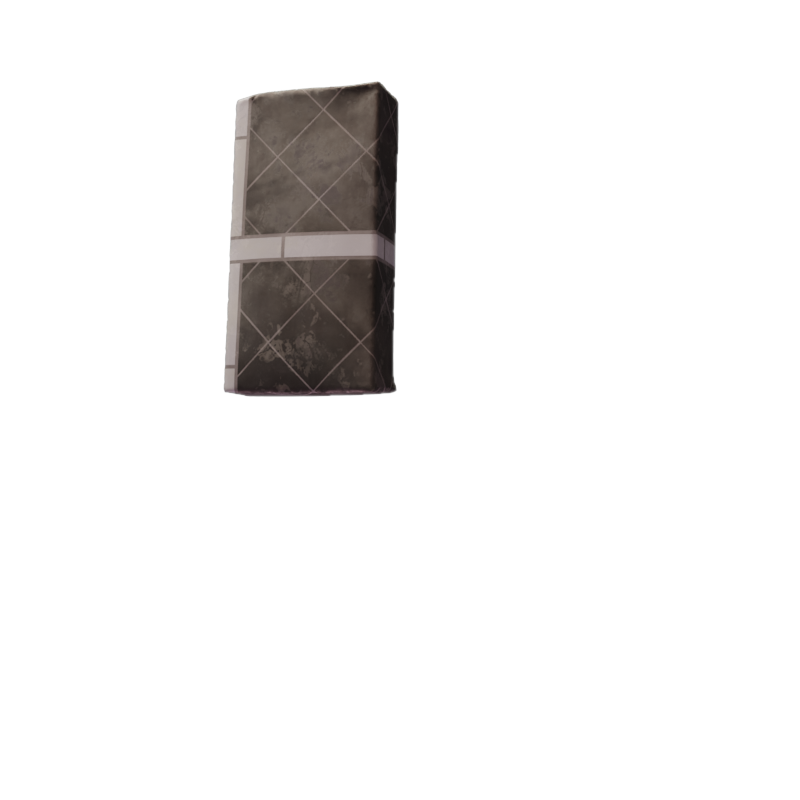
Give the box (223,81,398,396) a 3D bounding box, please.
[{"bbox_3d":[-0.050,-0.091,0.640,0.095,0.180,0.046,-3,-9,20],"label":"box"}]
